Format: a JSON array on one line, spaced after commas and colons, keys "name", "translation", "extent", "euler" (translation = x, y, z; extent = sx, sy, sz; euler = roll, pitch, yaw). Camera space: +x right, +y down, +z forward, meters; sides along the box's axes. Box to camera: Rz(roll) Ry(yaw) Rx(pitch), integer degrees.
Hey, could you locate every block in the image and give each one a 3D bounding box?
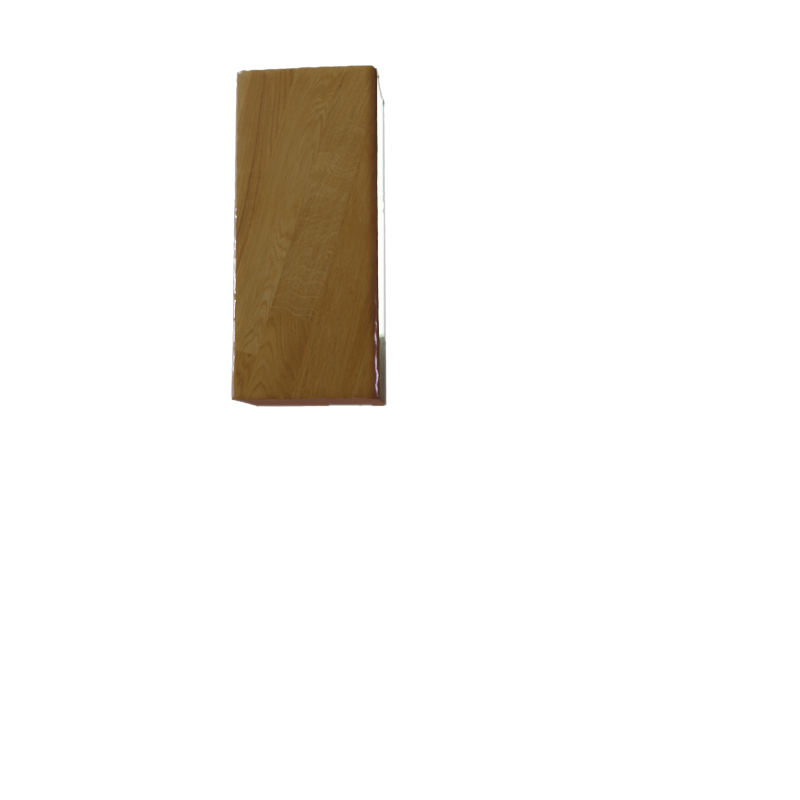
[{"name": "block", "translation": [-0.055, -0.102, 0.715], "extent": [0.091, 0.211, 0.088], "euler": [-1, -10, 5]}]
